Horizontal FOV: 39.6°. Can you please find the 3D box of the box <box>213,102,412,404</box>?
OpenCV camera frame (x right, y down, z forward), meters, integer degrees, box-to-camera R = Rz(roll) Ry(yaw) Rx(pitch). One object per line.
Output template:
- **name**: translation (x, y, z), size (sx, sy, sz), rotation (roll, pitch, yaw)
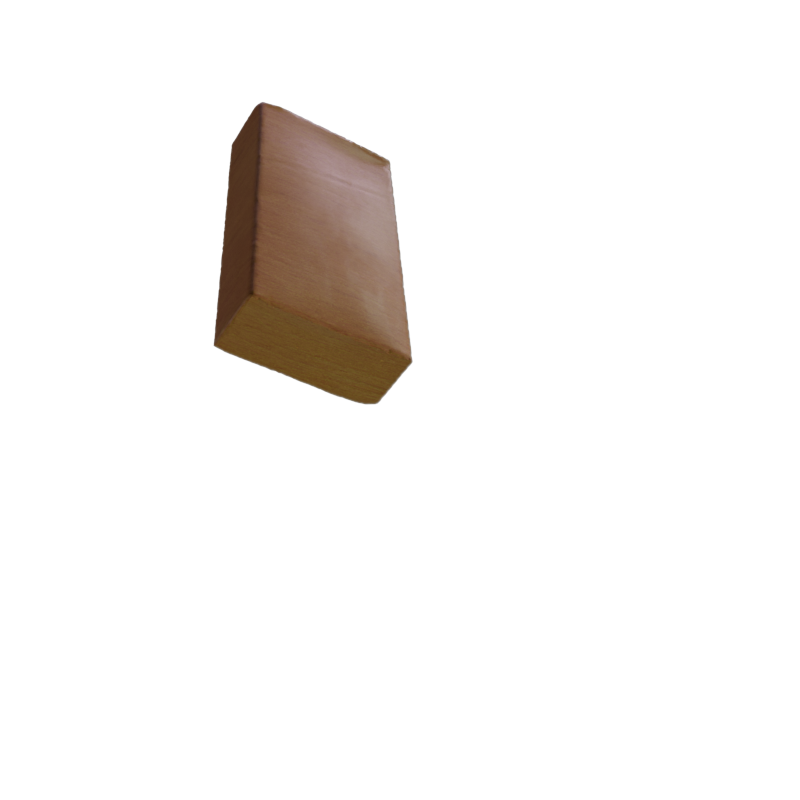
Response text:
- **box**: translation (-0.047, -0.086, 0.601), size (0.089, 0.189, 0.047), rotation (21, -50, -23)
